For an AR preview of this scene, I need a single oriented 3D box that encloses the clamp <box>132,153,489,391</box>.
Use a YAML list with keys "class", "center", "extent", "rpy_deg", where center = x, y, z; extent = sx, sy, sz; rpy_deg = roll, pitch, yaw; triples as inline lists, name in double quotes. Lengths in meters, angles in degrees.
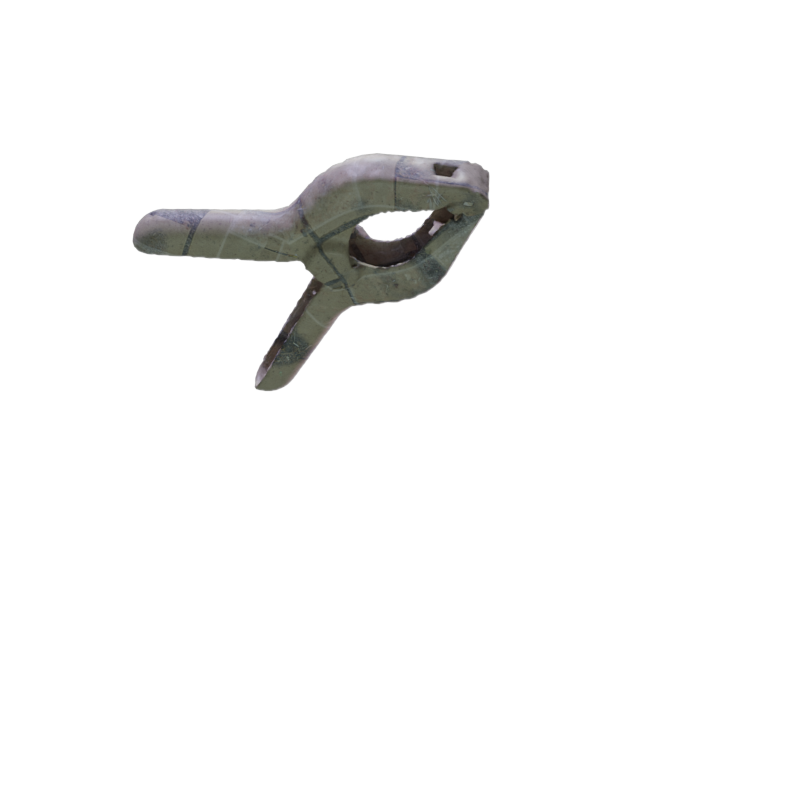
- class: "clamp"
  center: [-0.042, -0.076, 0.535]
  extent: [0.171, 0.042, 0.112]
  rpy_deg: [-31, -54, 25]
